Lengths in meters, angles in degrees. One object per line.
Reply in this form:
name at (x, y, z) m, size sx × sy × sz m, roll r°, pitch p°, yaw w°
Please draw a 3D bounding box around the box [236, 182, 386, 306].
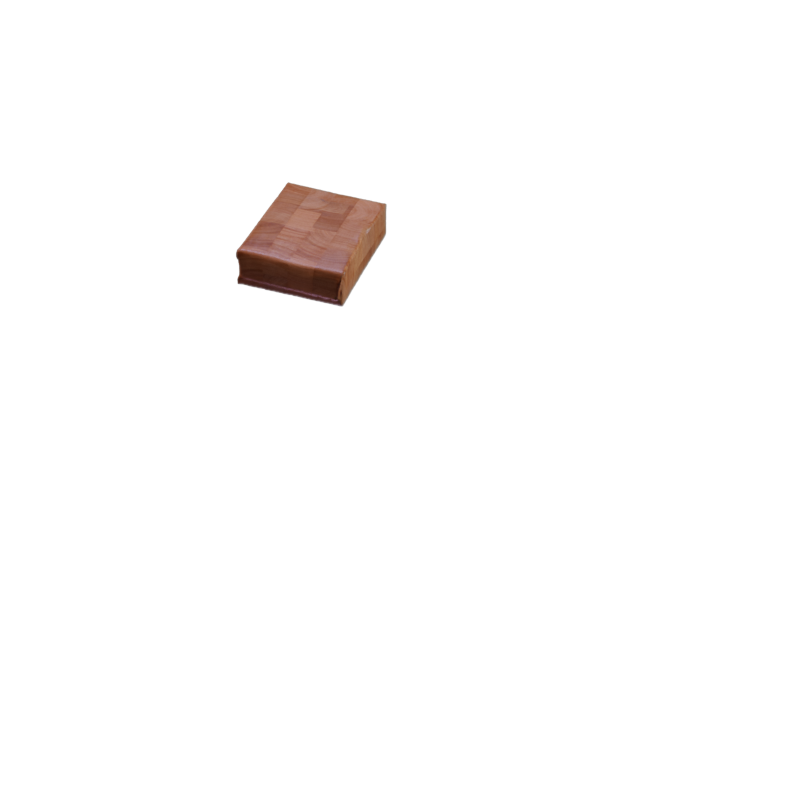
box at (-0.057, -0.103, 0.725) m, size 0.075 × 0.028 × 0.093 m, roll 13°, pitch 42°, yaw 15°
